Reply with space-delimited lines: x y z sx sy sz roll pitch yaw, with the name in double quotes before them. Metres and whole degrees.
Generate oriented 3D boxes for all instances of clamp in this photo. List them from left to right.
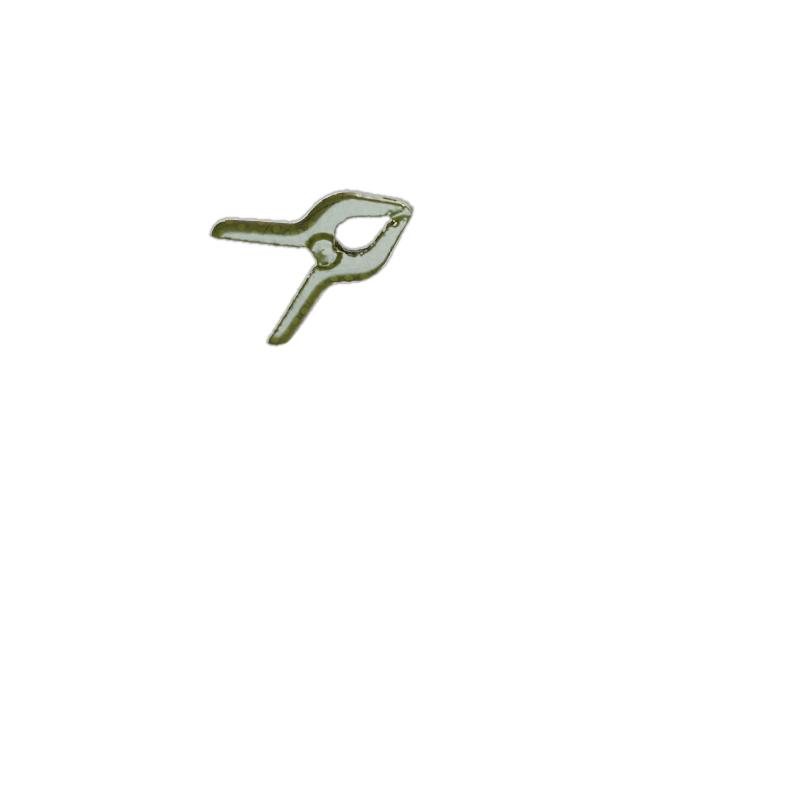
"clamp" -0.074 -0.135 0.948 0.171 0.116 0.041 -34 14 9
